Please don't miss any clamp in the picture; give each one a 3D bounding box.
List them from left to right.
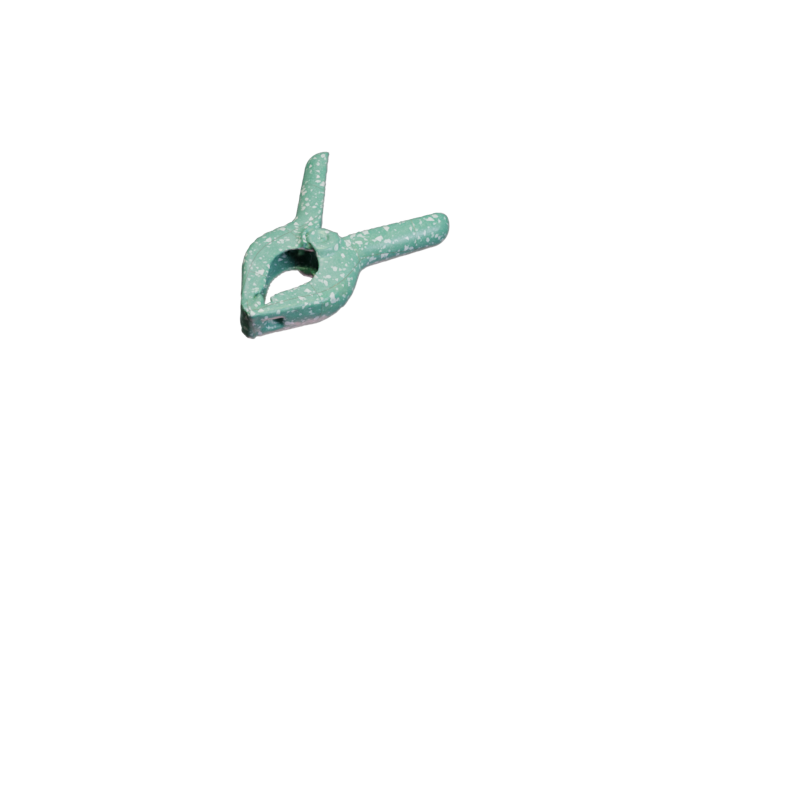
[{"bbox_3d":[-0.061,-0.111,0.781,0.128,0.036,0.173,34,54,28],"label":"clamp"}]
